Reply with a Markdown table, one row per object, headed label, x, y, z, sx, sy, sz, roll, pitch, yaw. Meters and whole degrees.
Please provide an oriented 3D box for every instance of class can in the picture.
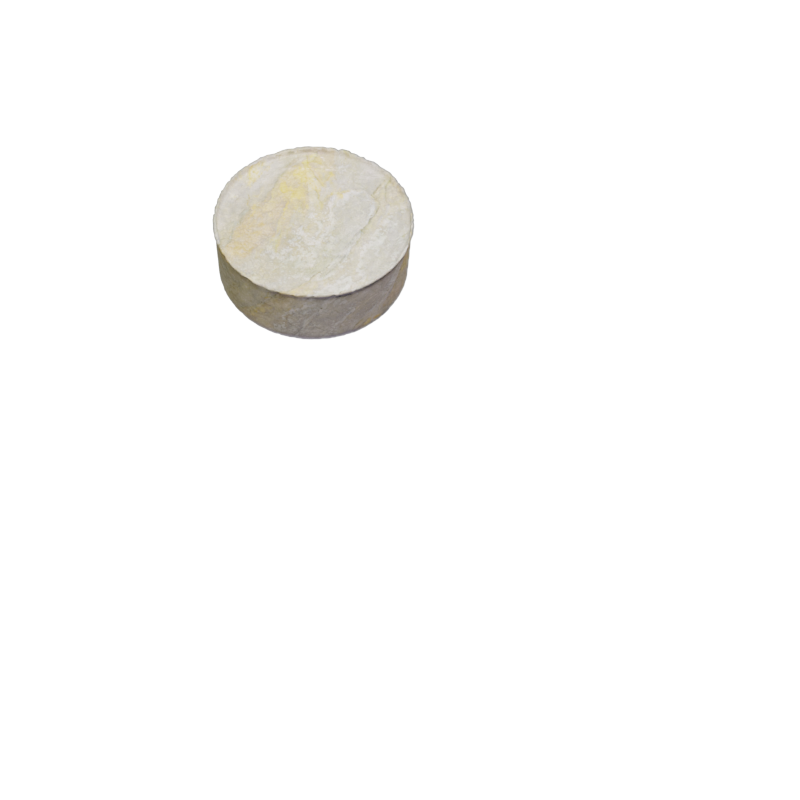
| label | x | y | z | sx | sy | sz | roll | pitch | yaw |
| --- | --- | --- | --- | --- | --- | --- | --- | --- | --- |
| can | -0.038 | -0.069 | 0.484 | 0.086 | 0.092 | 0.031 | -1 | -37 | -1 |
